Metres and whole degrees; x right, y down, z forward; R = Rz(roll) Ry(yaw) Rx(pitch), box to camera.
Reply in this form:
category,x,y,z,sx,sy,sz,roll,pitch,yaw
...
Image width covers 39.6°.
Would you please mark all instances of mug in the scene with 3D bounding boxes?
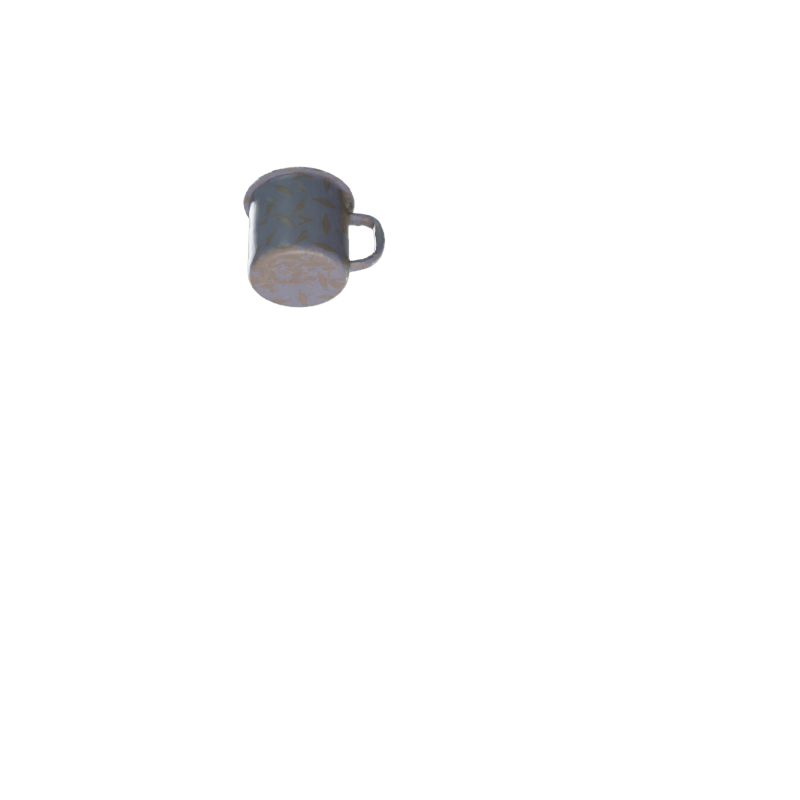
category,x,y,z,sx,sy,sz,roll,pitch,yaw
mug,-0.071,-0.129,0.905,0.116,0.087,0.088,3,-35,-5
